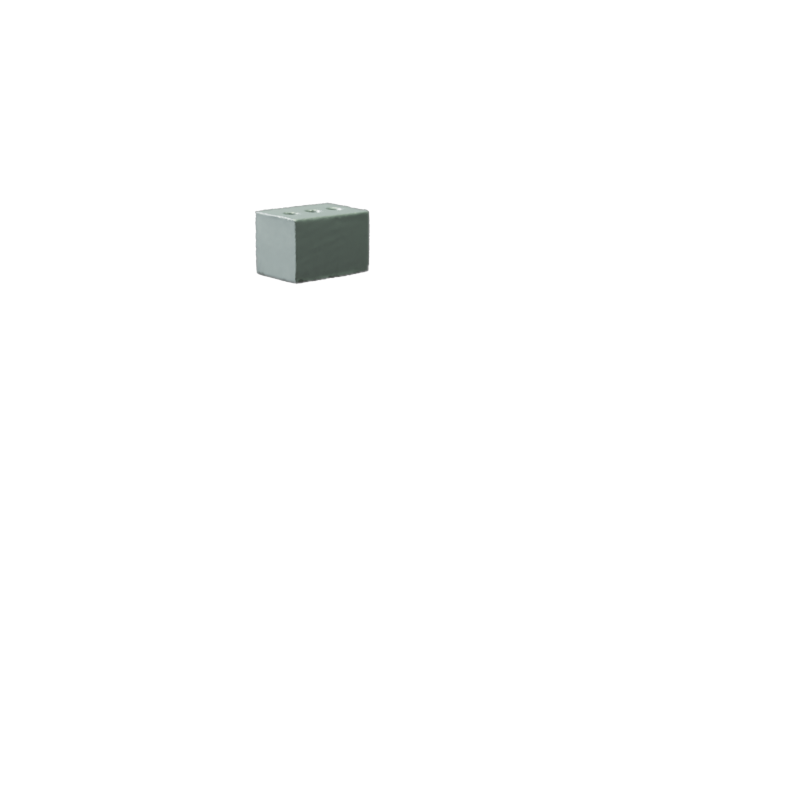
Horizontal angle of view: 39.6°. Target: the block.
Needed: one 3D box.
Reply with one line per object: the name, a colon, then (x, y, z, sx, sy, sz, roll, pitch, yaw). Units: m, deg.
block: (-0.069, -0.125, 0.878, 0.076, 0.050, 0.056, -13, 20, -40)
